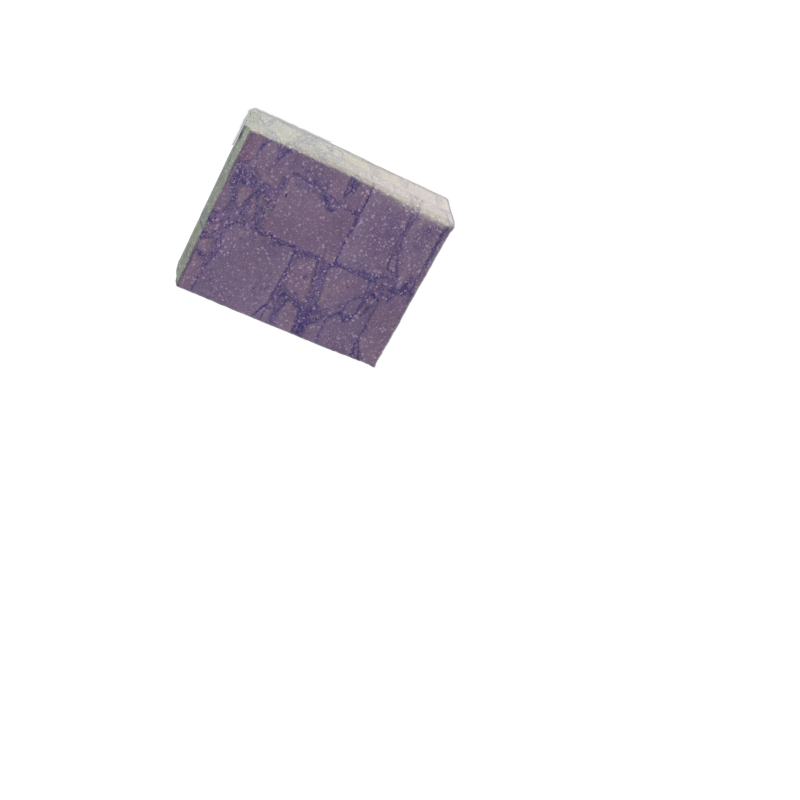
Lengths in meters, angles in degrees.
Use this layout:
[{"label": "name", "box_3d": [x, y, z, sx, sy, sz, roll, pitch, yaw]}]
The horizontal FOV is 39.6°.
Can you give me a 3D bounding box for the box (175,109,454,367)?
[{"label": "box", "box_3d": [-0.043, -0.078, 0.548, 0.111, 0.087, 0.041, 25, 22, -11]}]
